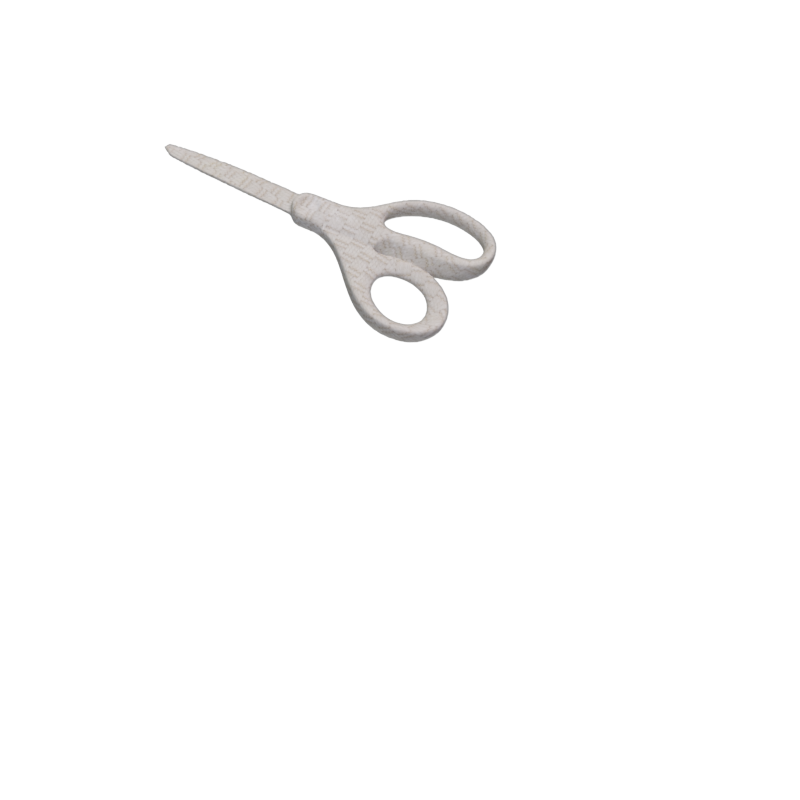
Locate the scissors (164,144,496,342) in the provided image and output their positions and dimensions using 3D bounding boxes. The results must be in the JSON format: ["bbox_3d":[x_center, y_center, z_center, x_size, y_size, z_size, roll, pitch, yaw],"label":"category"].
[{"bbox_3d":[-0.049,-0.089,0.624,0.204,0.101,0.015,11,-30,7],"label":"scissors"}]
